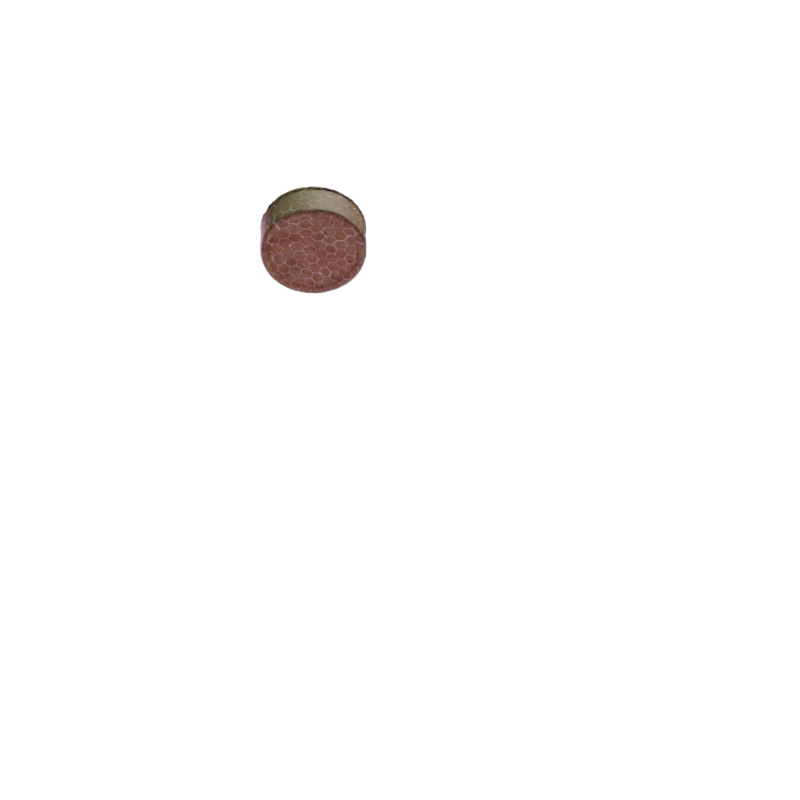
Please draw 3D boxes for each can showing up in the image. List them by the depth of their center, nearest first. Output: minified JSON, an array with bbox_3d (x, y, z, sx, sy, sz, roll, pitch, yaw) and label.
[{"bbox_3d":[-0.069,-0.127,0.886,0.086,0.080,0.036,1,42,-1],"label":"can"}]
